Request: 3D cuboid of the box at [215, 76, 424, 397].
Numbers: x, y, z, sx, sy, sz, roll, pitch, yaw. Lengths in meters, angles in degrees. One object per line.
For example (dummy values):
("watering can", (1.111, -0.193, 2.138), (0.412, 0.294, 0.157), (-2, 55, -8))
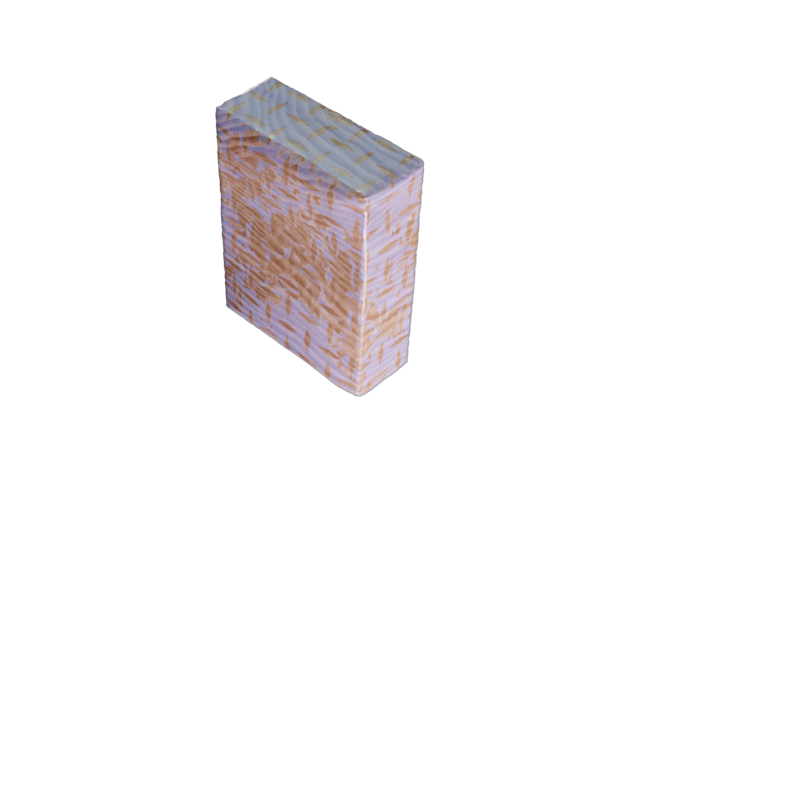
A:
("box", (-0.070, -0.127, 0.891), (0.175, 0.199, 0.072), (35, 52, 29))
